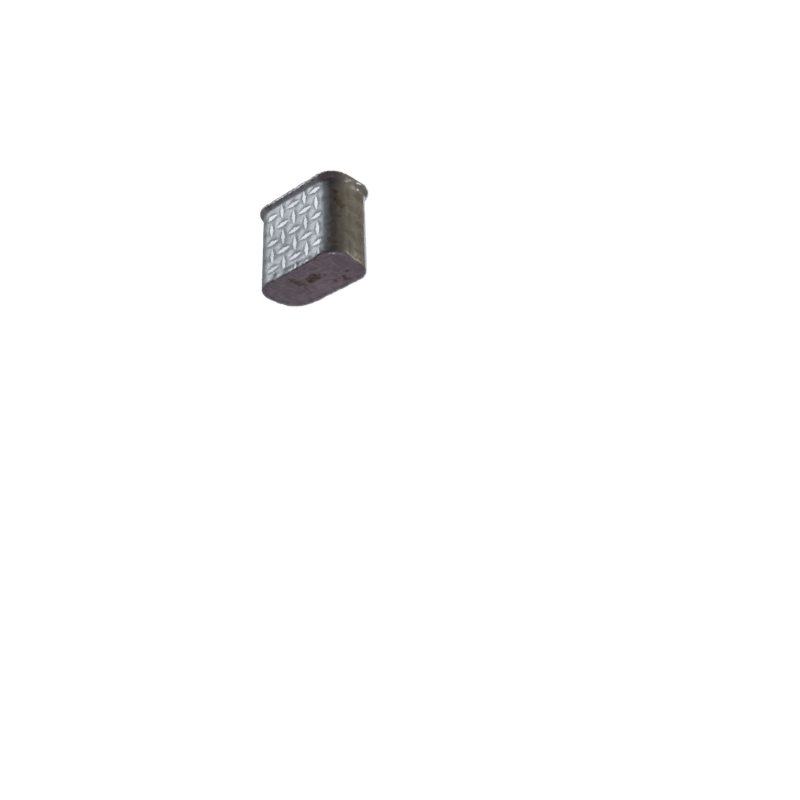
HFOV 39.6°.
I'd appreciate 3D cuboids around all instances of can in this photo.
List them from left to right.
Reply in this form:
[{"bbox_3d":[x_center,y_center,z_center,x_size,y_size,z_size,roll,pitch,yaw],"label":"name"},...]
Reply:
[{"bbox_3d":[-0.075,-0.138,0.964,0.102,0.089,0.054,-25,-38,35],"label":"can"}]
